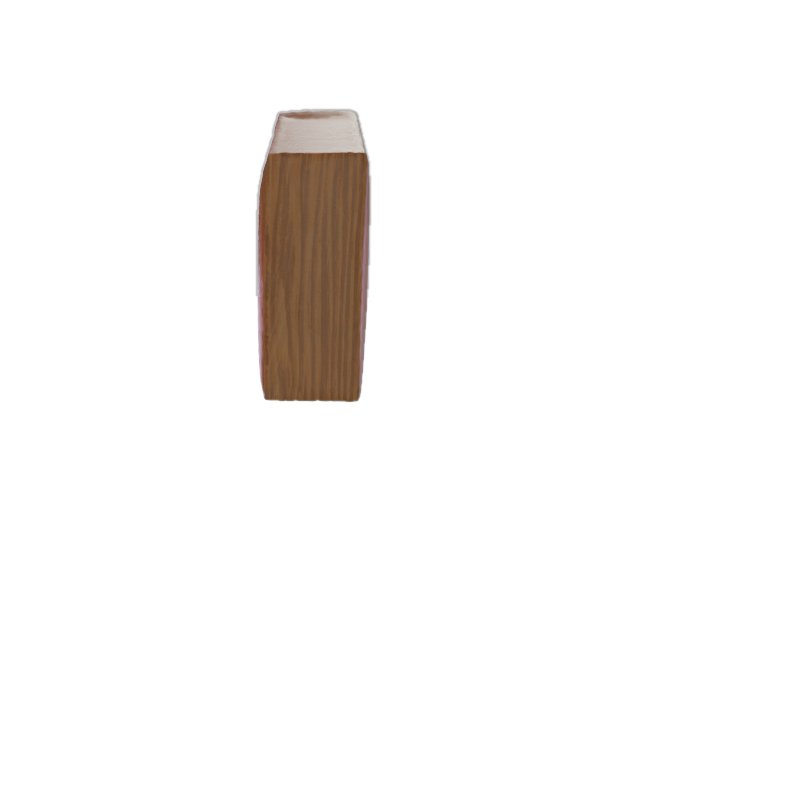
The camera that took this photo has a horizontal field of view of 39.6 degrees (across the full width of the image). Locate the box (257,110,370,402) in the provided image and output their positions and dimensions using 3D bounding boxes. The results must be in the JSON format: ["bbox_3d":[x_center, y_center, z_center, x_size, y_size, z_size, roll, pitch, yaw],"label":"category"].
[{"bbox_3d":[-0.062,-0.113,0.793,0.072,0.158,0.223,1,19,-4],"label":"box"}]
